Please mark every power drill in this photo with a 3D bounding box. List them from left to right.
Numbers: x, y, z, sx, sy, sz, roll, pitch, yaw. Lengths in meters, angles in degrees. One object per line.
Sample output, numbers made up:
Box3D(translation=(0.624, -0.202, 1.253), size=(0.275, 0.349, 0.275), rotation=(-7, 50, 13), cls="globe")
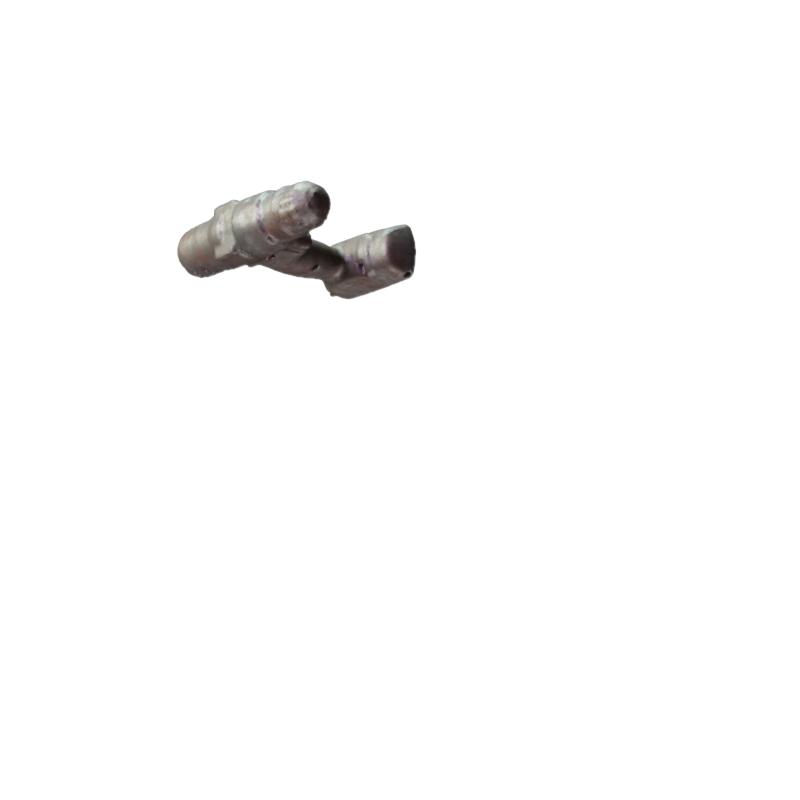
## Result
Box3D(translation=(-0.077, -0.140, 0.980), size=(0.178, 0.059, 0.188), rotation=(9, -14, -41), cls="power drill")
